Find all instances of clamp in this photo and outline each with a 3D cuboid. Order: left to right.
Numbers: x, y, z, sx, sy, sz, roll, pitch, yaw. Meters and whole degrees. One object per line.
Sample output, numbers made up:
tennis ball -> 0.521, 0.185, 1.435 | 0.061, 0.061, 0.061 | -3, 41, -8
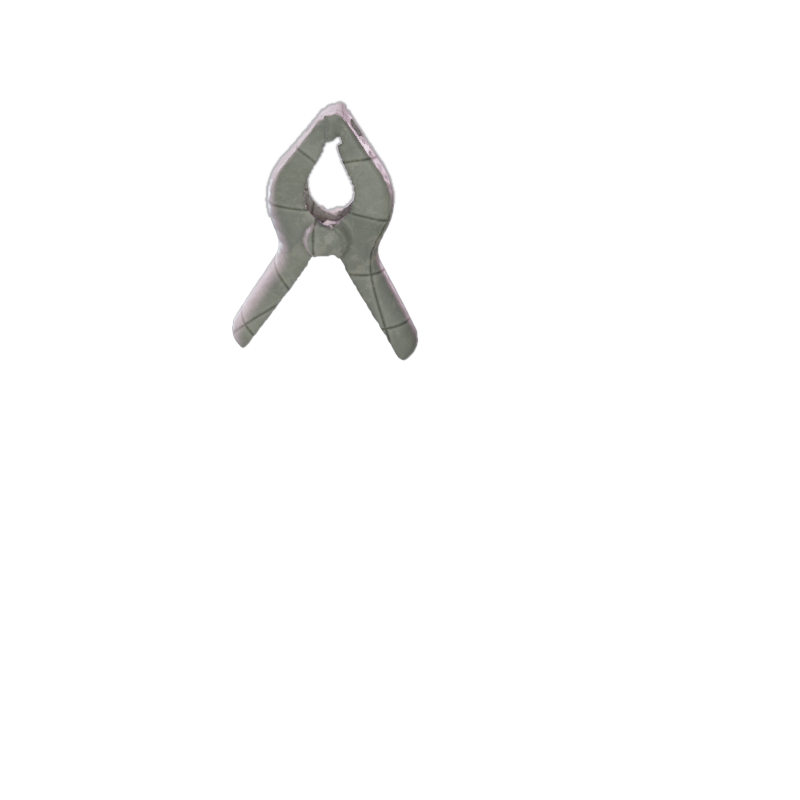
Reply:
clamp -> -0.055, -0.100, 0.701 | 0.120, 0.164, 0.041 | -5, 20, 2
